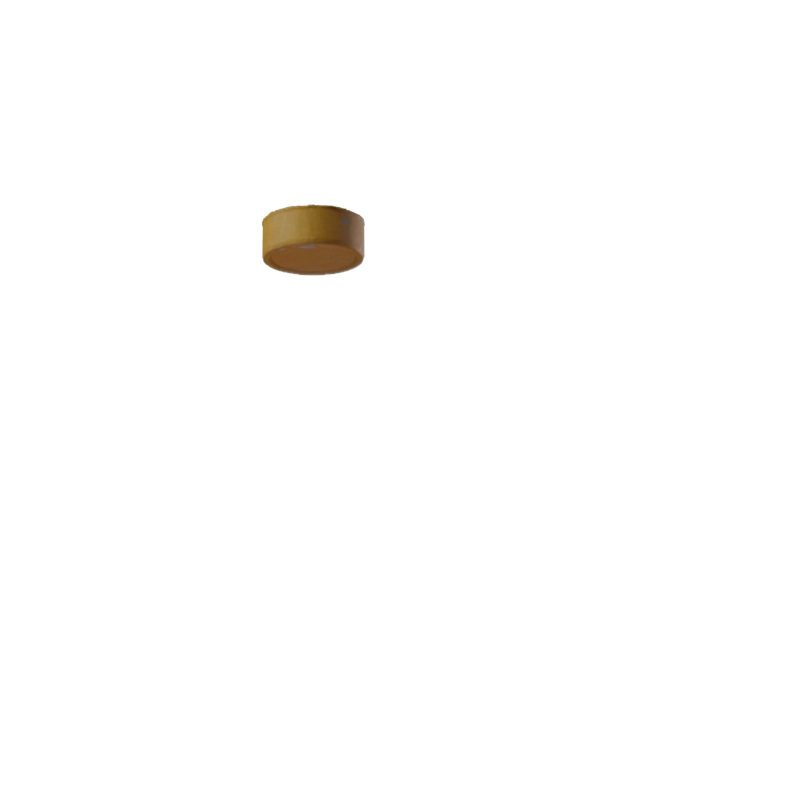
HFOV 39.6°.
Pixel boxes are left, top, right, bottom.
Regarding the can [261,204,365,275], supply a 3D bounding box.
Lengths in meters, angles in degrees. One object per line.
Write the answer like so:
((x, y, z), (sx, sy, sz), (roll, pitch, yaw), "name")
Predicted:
((-0.072, -0.131, 0.916), (0.086, 0.035, 0.083), (0, -13, -2), "can")
